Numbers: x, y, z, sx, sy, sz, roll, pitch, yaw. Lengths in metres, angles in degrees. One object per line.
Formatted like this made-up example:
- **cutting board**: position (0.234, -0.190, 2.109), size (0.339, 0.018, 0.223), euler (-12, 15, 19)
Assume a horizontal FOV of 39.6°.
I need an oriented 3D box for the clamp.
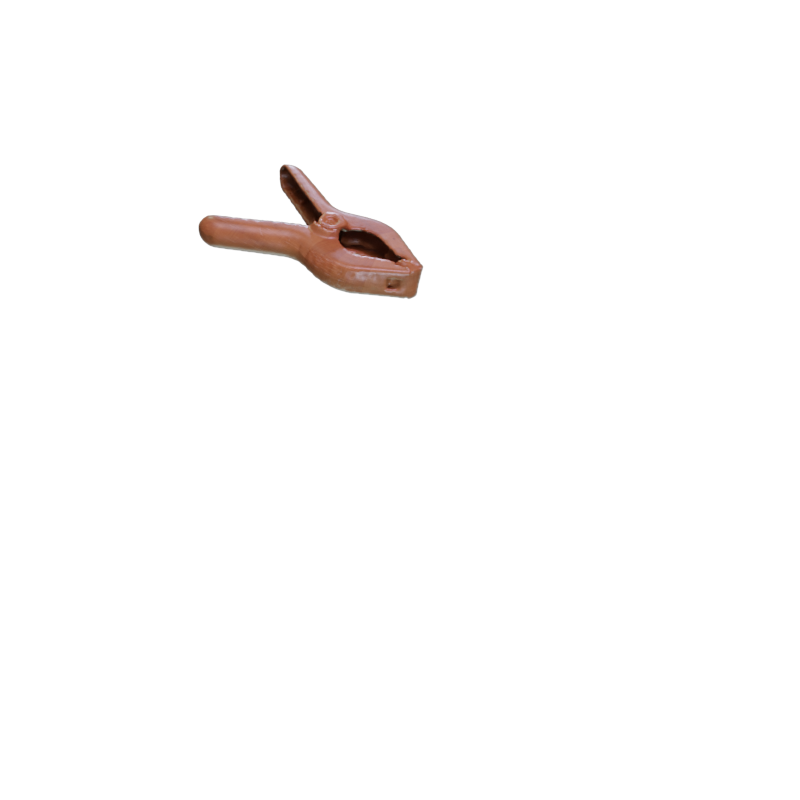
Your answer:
- **clamp**: position (-0.067, -0.122, 0.851), size (0.182, 0.036, 0.121), euler (32, 52, 29)
